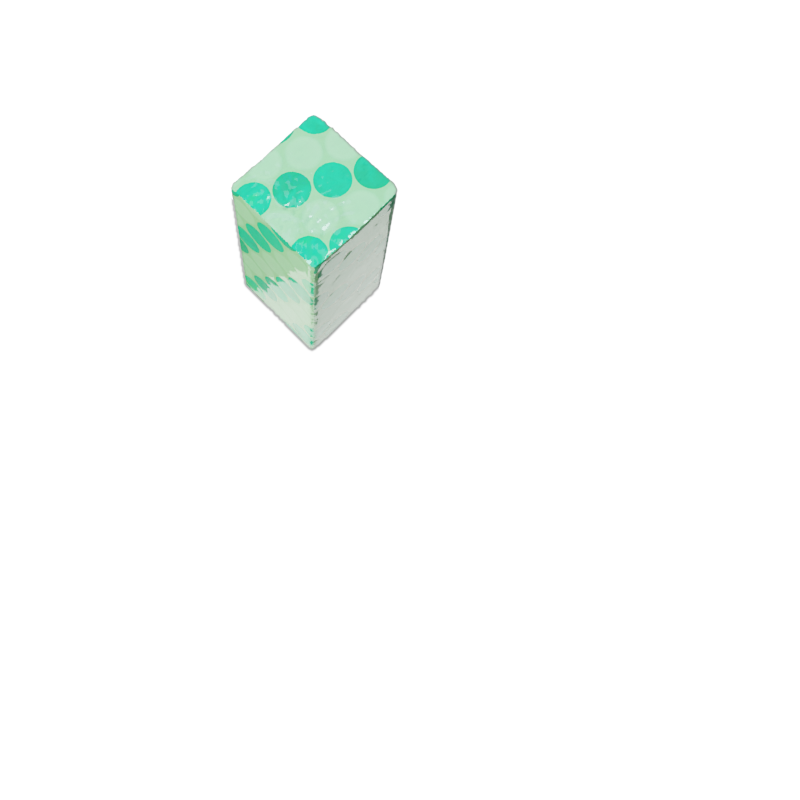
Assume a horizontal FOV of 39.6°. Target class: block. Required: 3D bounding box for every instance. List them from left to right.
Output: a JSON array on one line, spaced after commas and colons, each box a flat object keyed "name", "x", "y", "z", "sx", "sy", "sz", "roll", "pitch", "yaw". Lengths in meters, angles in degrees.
[{"name": "block", "x": -0.070, "y": -0.128, "z": 0.896, "sx": 0.091, "sy": 0.094, "sz": 0.198, "roll": -44, "pitch": -9, "yaw": -14}]
